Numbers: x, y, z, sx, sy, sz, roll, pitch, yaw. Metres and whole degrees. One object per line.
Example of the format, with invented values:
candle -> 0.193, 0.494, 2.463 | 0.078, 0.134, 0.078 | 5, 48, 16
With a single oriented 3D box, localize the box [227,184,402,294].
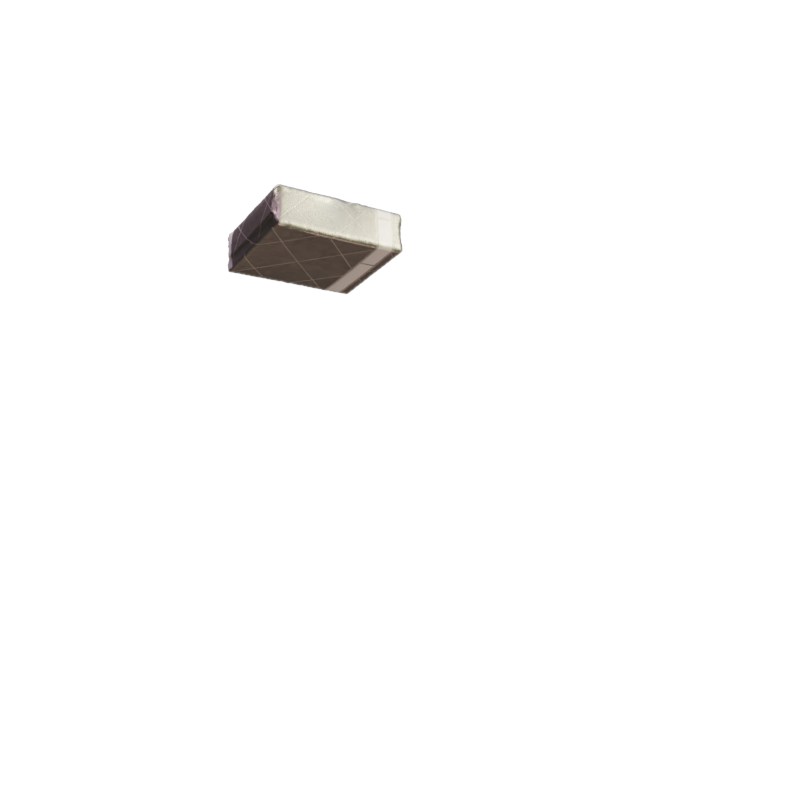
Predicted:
box -> -0.055, -0.100, 0.697 | 0.086, 0.032, 0.072 | 11, -24, -26
